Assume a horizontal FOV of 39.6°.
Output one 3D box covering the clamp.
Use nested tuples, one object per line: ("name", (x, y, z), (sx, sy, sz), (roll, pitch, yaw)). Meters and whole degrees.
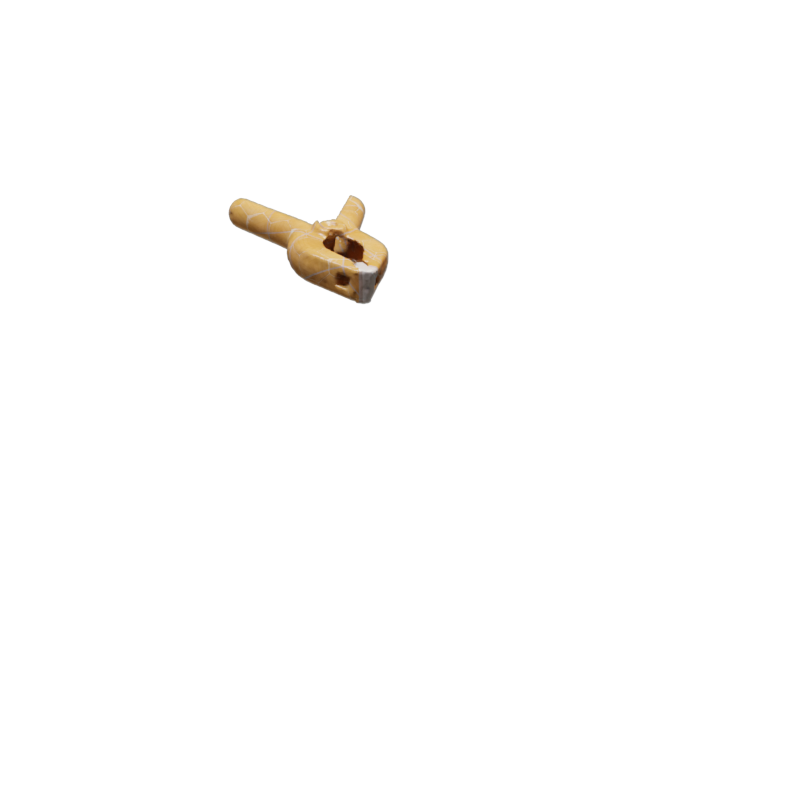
("clamp", (-0.069, -0.126, 0.886), (0.118, 0.037, 0.183), (-6, 28, -13))
